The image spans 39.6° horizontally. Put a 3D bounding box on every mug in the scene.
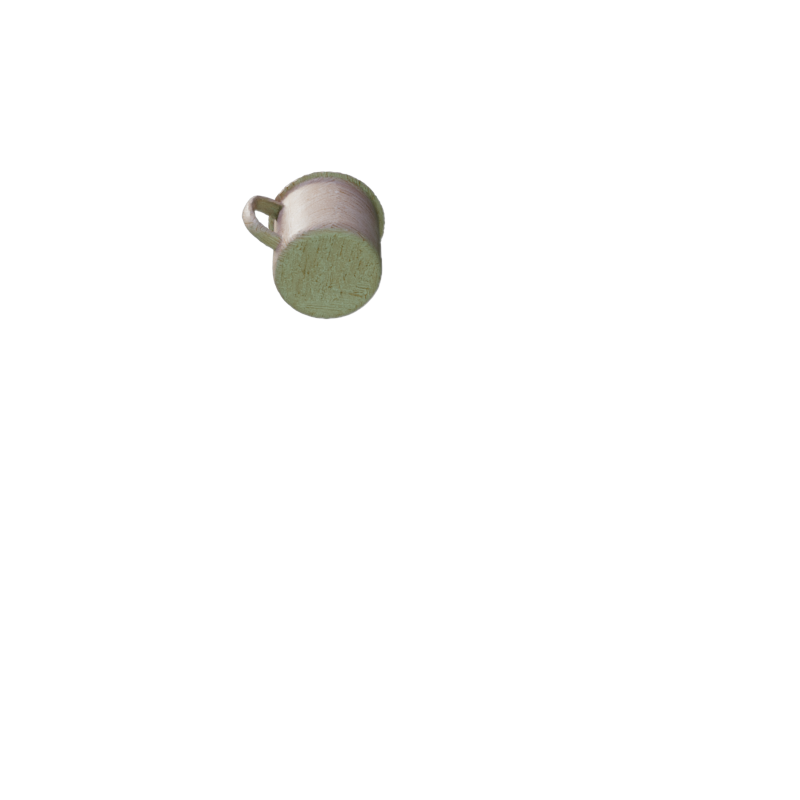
[{"bbox_3d":[-0.066,-0.120,0.843,0.113,0.091,0.087,26,28,-17],"label":"mug"}]
